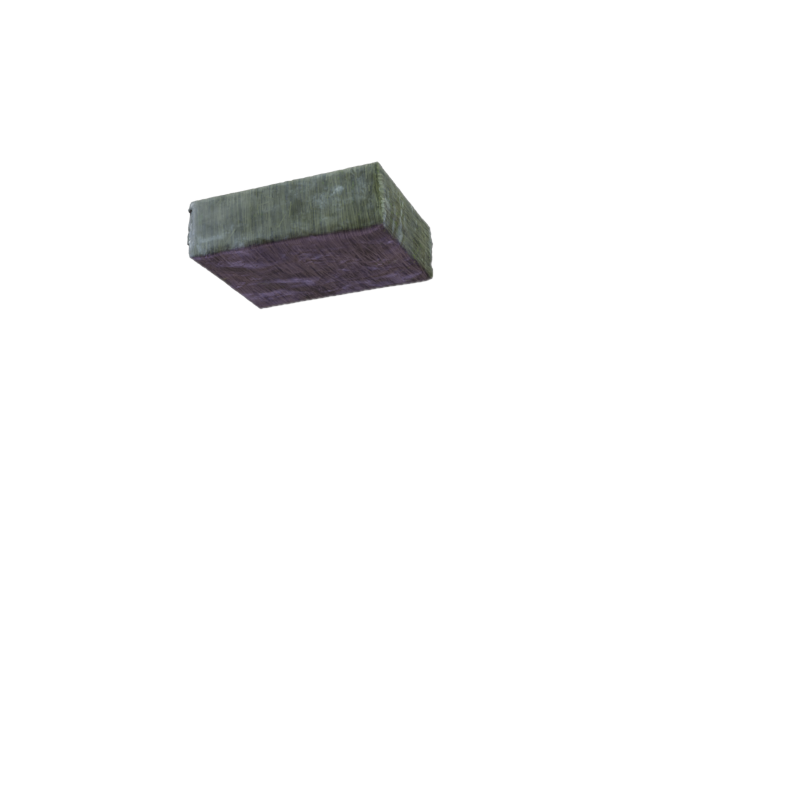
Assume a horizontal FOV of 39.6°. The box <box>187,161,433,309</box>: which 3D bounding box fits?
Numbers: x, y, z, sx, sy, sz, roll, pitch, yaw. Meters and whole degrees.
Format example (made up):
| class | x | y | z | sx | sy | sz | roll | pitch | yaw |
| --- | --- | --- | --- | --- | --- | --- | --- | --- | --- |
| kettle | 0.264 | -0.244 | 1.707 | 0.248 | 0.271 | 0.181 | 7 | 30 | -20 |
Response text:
| class | x | y | z | sx | sy | sz | roll | pitch | yaw |
| --- | --- | --- | --- | --- | --- | --- | --- | --- | --- |
| box | -0.048 | -0.088 | 0.614 | 0.116 | 0.041 | 0.084 | -6 | -17 | 20 |
